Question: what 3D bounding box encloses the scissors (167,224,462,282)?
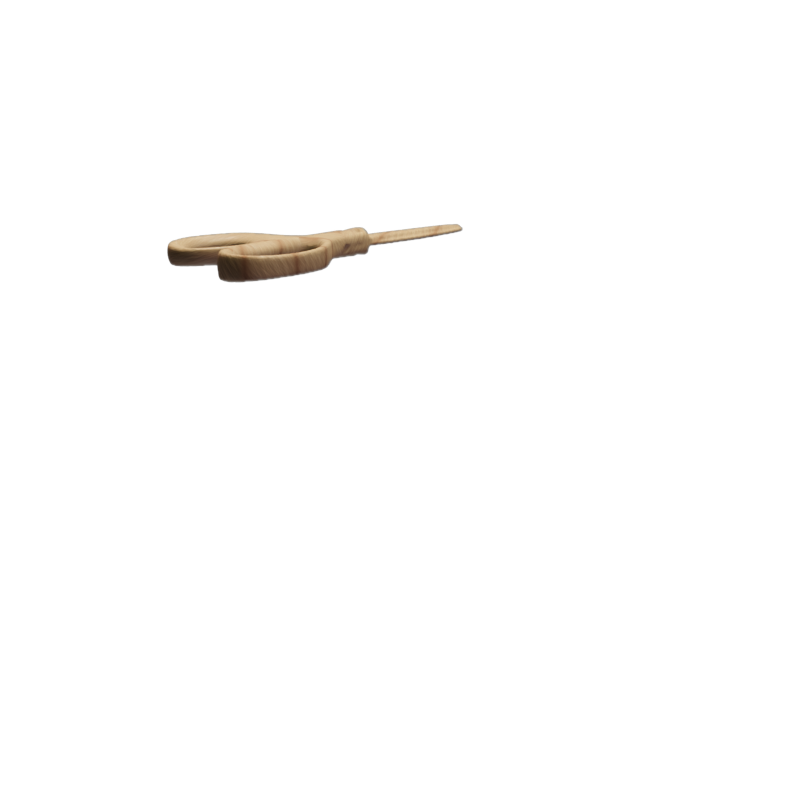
[{"bbox_3d":[-0.048,-0.088,0.616,0.100,0.015,0.199,8,17,26],"label":"scissors"}]
